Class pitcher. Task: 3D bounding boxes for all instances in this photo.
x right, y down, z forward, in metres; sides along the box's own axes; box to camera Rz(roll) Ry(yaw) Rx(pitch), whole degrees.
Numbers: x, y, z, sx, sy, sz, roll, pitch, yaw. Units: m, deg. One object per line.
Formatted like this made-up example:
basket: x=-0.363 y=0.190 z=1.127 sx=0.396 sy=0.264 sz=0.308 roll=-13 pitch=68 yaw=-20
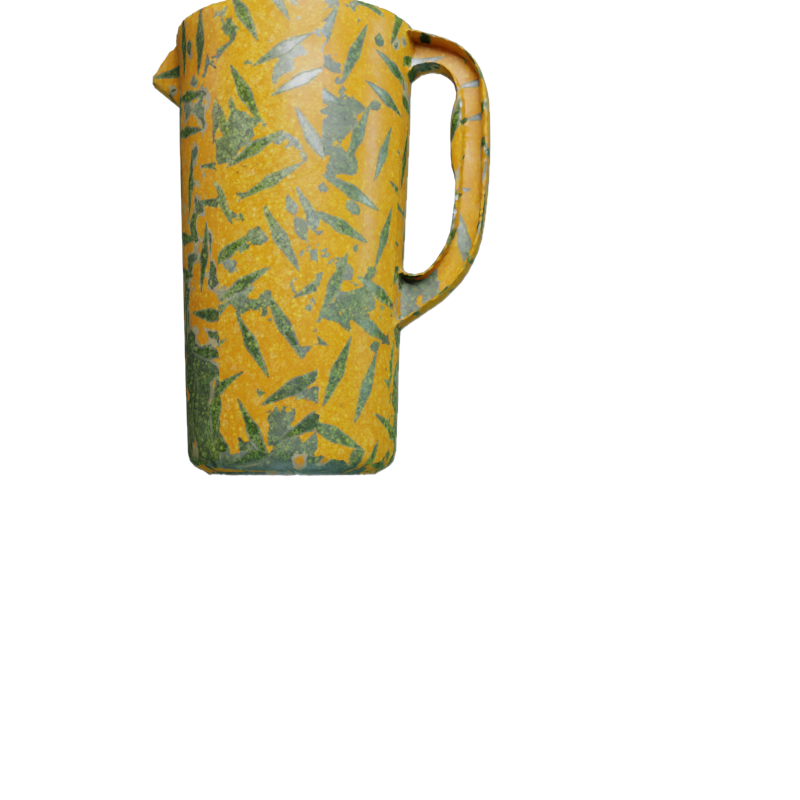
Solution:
pitcher: x=-0.046 y=-0.084 z=0.591 sx=0.139 sy=0.249 sz=0.152 roll=5 pitch=-10 yaw=-34
